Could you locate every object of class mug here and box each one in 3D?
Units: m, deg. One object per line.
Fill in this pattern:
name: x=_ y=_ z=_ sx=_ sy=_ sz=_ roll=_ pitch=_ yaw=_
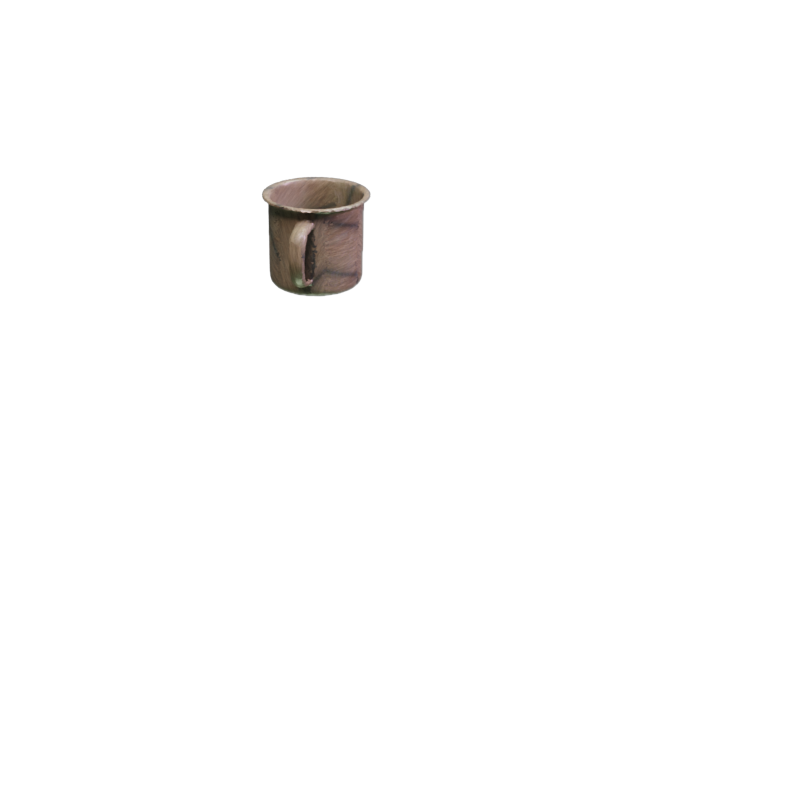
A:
mug: x=-0.074 y=-0.136 z=0.951 sx=0.094 sy=0.077 sz=0.122 roll=4 pitch=26 yaw=7
